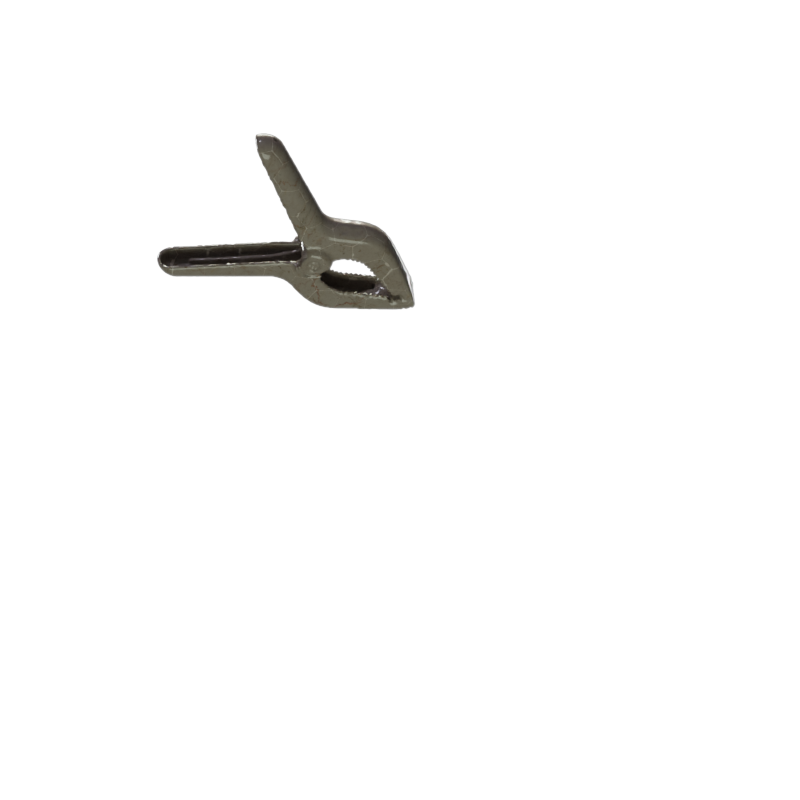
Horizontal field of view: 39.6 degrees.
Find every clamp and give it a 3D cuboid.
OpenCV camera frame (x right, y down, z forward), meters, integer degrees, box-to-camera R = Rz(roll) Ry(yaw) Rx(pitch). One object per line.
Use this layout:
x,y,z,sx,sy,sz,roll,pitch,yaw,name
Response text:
-0.070,-0.127,0.891,0.202,0.039,0.159,18,-42,-22,clamp
